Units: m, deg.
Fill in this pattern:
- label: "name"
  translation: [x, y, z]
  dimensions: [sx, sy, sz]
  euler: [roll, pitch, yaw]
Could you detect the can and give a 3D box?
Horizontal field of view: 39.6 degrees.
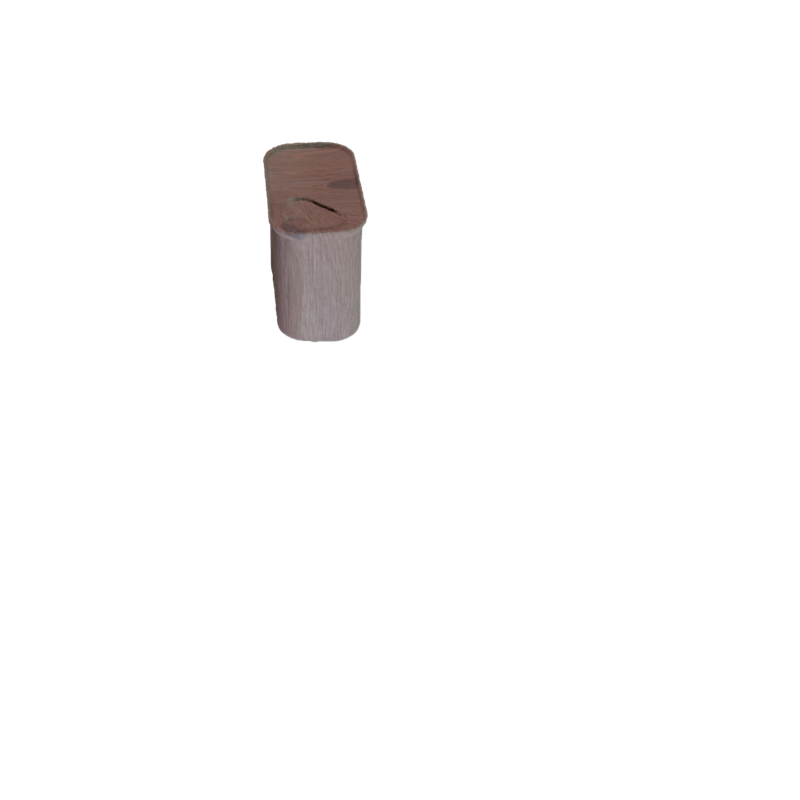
- label: "can"
  translation: [-0.053, -0.098, 0.684]
  dimensions: [0.057, 0.078, 0.110]
  euler: [-3, 39, -7]
